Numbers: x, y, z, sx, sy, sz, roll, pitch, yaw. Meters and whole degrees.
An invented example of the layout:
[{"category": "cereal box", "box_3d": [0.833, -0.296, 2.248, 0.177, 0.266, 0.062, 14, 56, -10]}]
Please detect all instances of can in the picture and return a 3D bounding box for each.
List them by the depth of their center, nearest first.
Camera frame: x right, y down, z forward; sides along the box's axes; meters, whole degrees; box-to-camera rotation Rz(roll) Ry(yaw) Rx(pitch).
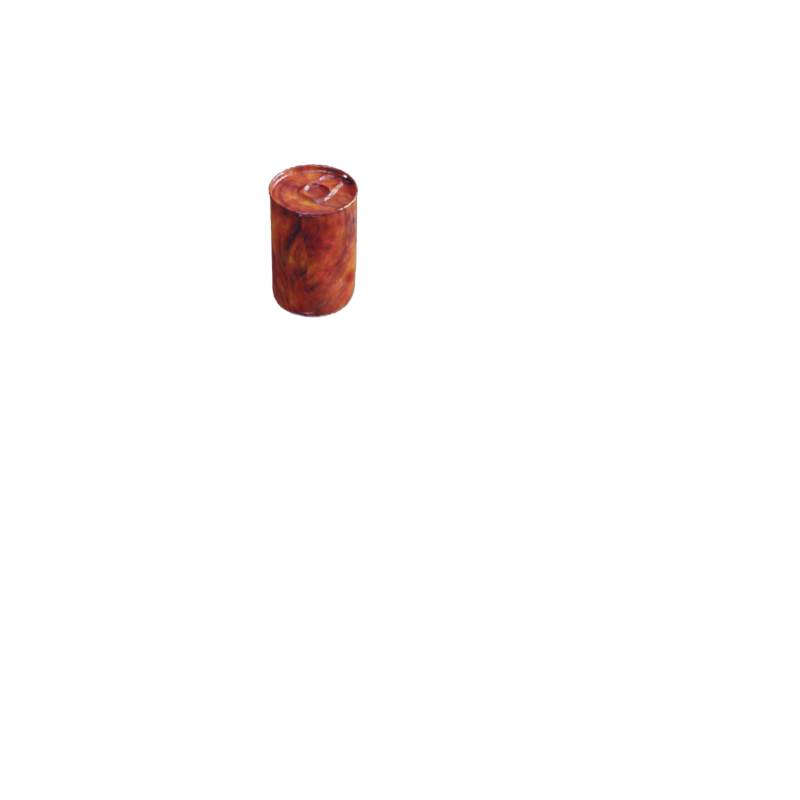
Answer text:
[{"category": "can", "box_3d": [-0.068, -0.124, 0.869, 0.068, 0.095, 0.073, 0, 41, -3]}]
